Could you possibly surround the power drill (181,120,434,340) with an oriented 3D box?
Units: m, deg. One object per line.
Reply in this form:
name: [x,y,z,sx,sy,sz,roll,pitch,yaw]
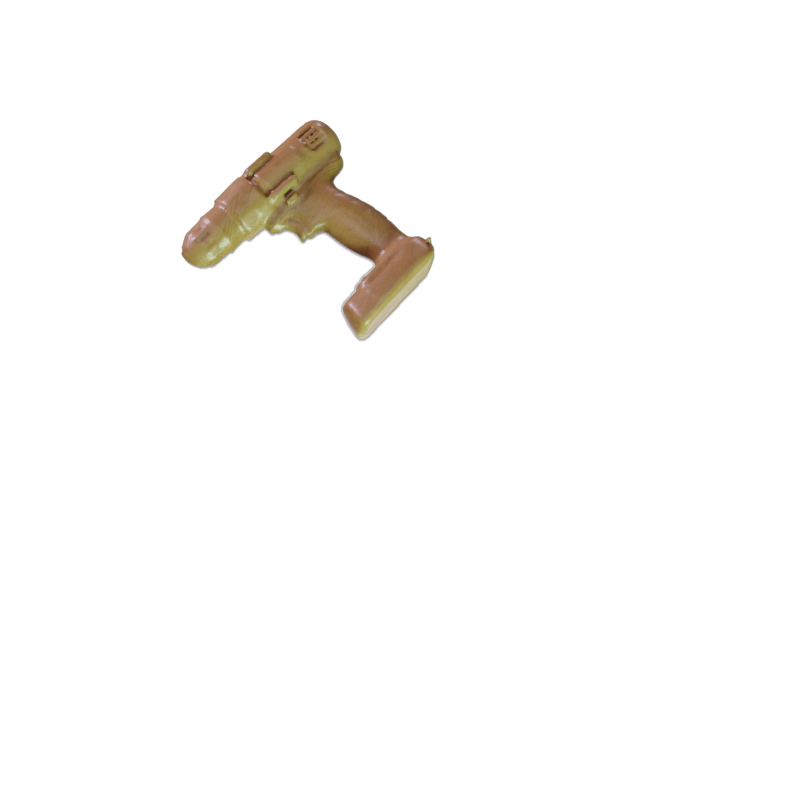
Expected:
power drill: [-0.078,-0.143,0.999,0.194,0.186,0.055,42,-15,13]
